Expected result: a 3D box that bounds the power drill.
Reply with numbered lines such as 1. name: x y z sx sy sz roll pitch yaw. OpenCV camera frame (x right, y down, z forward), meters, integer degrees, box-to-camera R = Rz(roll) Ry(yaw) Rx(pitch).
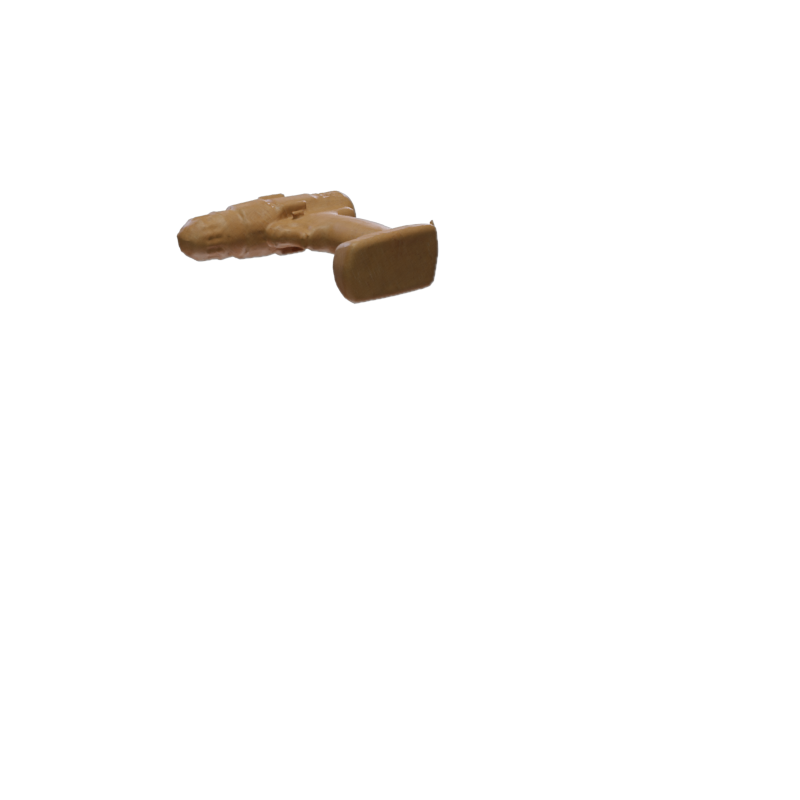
1. power drill: -0.075 -0.137 0.959 0.181 0.055 0.200 -19 30 -35
